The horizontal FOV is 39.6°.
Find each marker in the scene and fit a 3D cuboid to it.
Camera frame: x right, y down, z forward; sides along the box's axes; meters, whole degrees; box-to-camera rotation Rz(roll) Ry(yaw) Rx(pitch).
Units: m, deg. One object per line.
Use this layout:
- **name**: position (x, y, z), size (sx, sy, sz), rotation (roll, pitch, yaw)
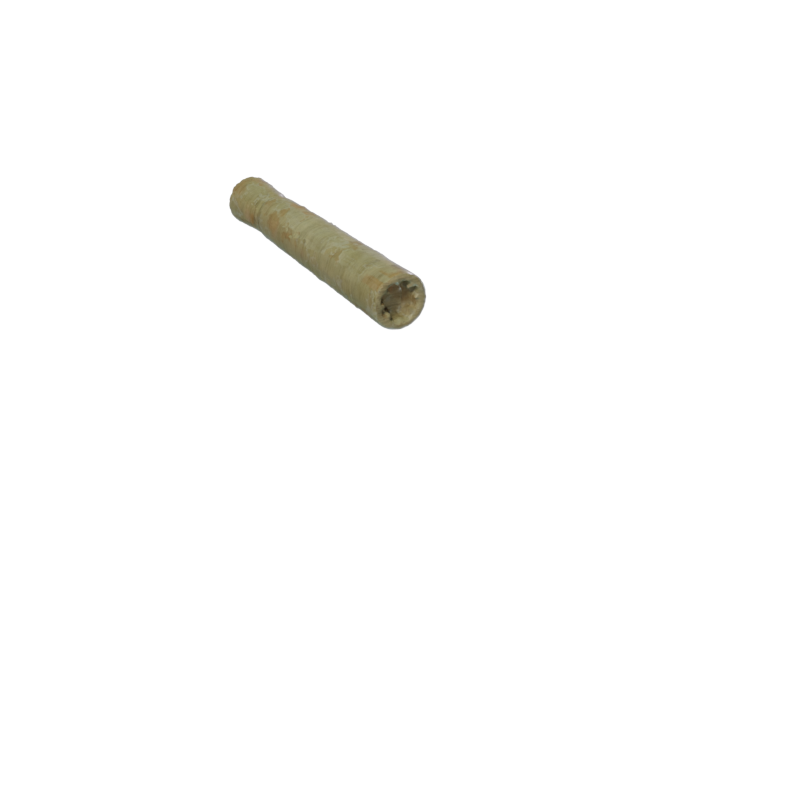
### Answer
- **marker**: position (-0.030, -0.055, 0.388), size (0.019, 0.019, 0.130), rotation (-2, 24, -30)
